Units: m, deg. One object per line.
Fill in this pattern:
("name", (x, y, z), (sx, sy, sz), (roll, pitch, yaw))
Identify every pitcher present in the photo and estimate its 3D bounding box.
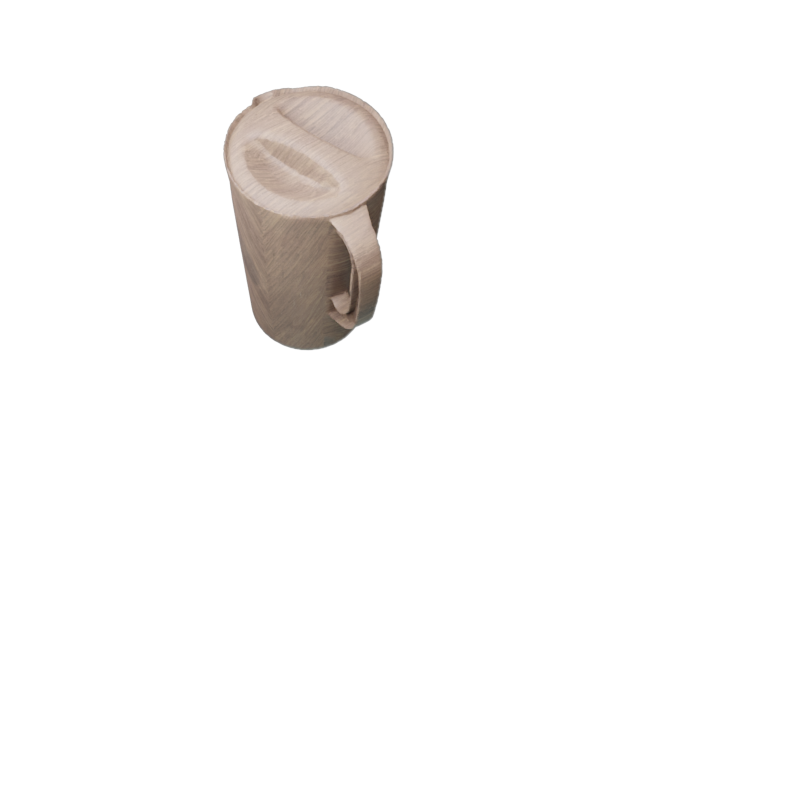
("pitcher", (-0.074, -0.136, 0.950), (0.147, 0.157, 0.228), (14, -30, 5))
